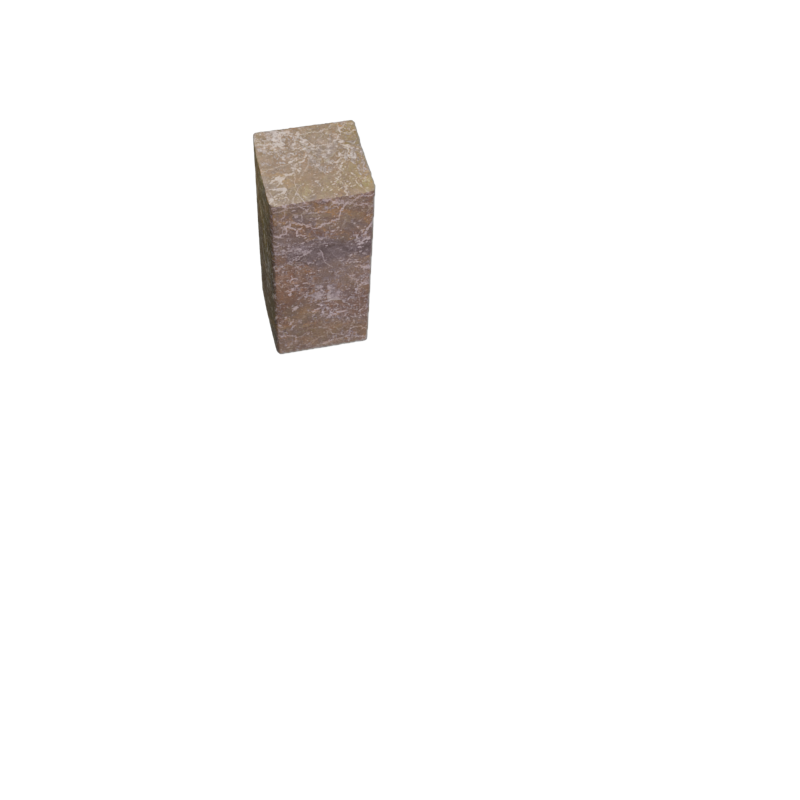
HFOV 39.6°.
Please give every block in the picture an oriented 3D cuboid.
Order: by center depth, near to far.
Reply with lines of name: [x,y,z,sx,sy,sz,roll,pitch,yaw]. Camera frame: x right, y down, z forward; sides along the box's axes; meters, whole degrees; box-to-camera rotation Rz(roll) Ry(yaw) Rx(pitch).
block: [-0.078,-0.142,0.995,0.090,0.097,0.192,-9,-35,-10]
